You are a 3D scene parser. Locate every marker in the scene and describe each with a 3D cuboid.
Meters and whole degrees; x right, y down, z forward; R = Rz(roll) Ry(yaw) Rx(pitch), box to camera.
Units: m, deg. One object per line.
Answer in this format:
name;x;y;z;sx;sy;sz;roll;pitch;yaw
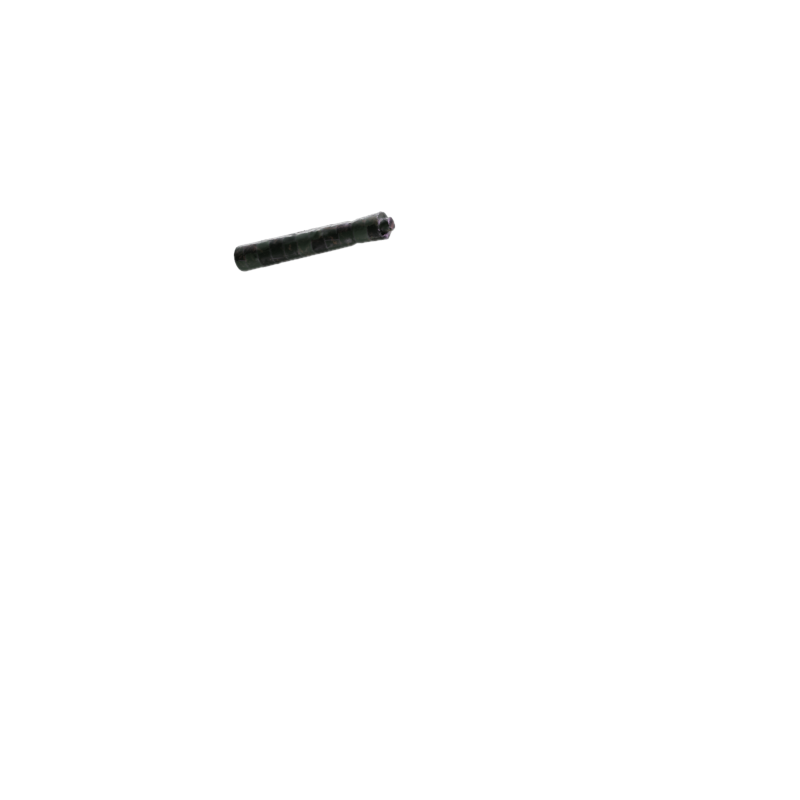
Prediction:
marker;-0.058;-0.107;0.747;0.123;0.020;0.019;-8;-1;30
